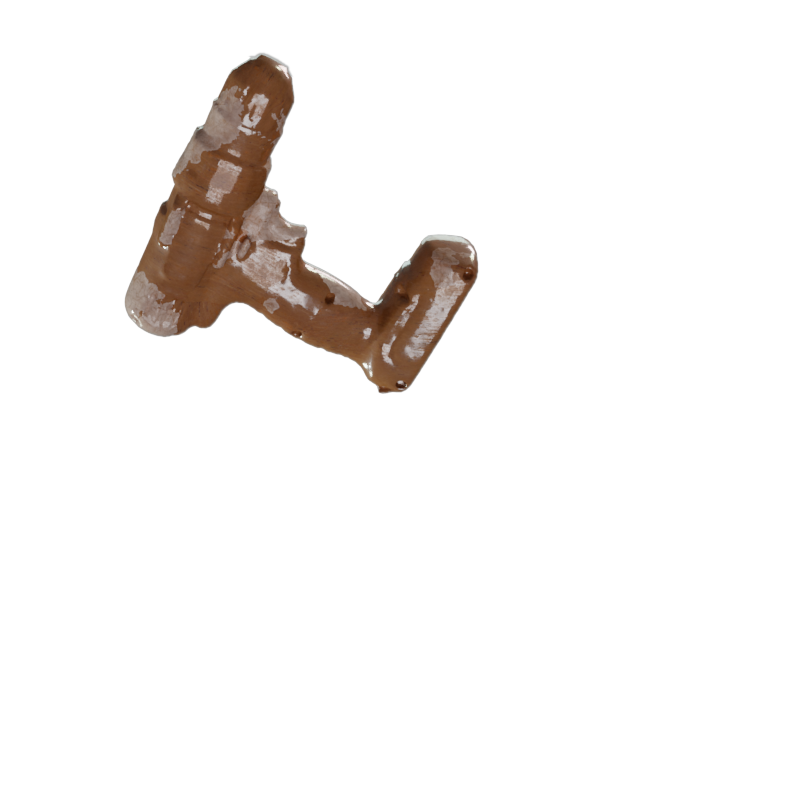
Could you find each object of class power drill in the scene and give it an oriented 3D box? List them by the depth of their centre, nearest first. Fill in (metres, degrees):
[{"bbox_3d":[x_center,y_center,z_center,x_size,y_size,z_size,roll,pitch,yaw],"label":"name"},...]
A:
[{"bbox_3d":[-0.052,-0.095,0.665,0.183,0.178,0.061,23,26,-13],"label":"power drill"}]
